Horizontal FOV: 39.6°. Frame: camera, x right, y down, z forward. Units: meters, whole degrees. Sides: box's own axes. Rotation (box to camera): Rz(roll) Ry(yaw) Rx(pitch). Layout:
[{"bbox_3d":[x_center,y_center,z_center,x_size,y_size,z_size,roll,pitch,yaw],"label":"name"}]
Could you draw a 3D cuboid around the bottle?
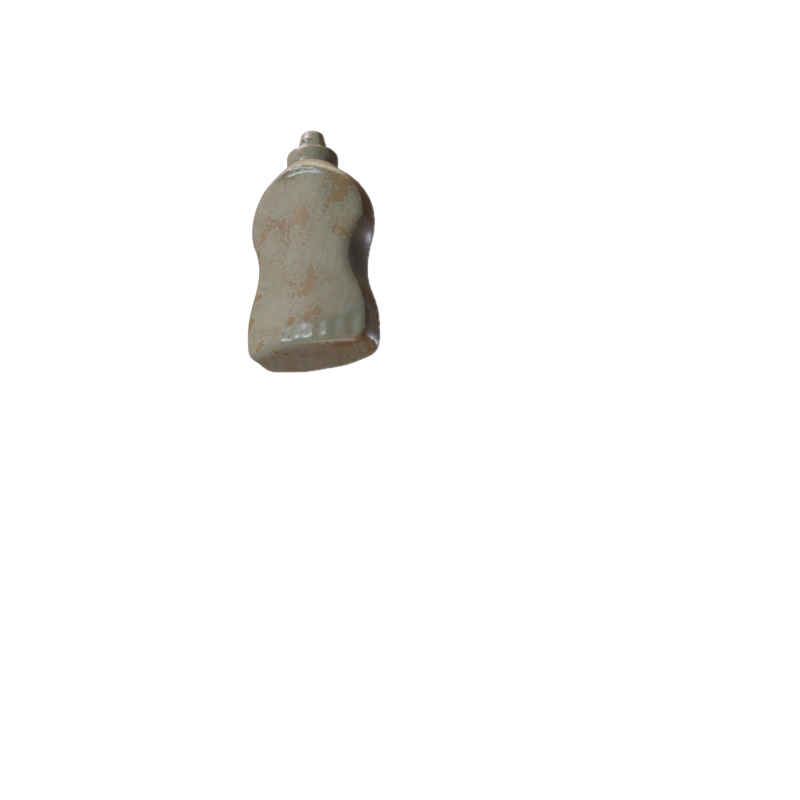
[{"bbox_3d":[-0.066,-0.121,0.846,0.097,0.203,0.054,-13,-28,22],"label":"bottle"}]
